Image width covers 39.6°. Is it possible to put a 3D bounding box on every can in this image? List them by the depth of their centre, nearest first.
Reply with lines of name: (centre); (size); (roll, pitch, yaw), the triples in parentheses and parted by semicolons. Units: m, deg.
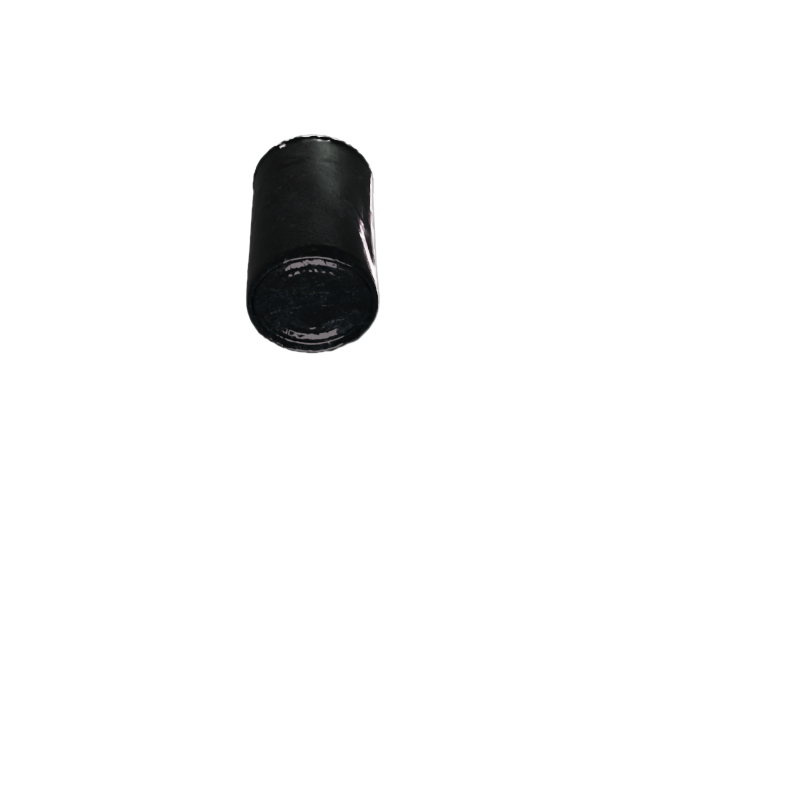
can: (-0.045, -0.083, 0.580); (0.068, 0.064, 0.110); (-1, 43, -3)
